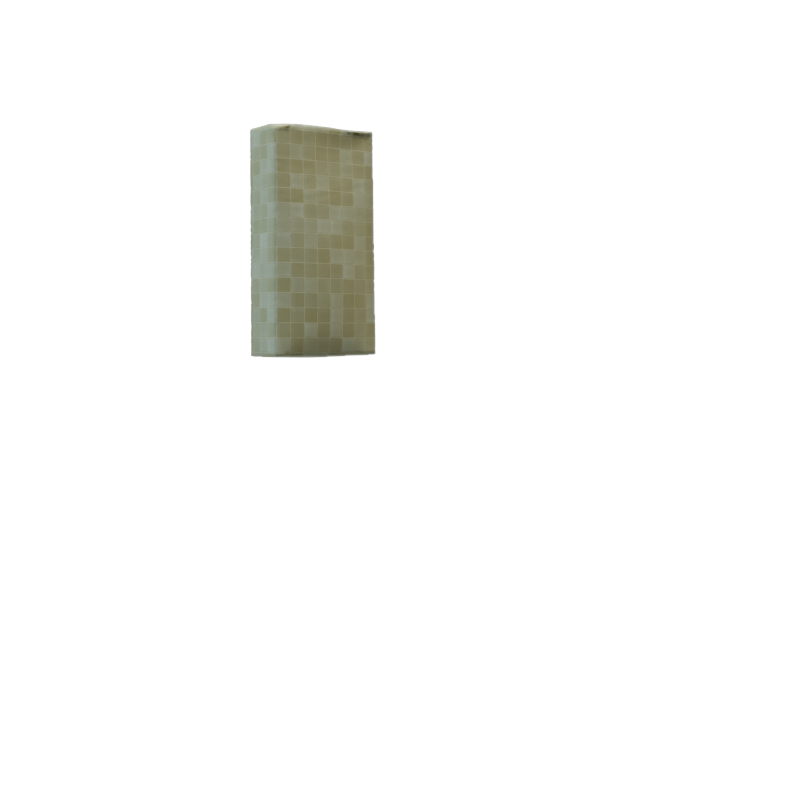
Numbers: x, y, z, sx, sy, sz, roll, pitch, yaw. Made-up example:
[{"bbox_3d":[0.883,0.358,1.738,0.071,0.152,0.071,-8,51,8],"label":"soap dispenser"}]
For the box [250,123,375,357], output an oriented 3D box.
[{"bbox_3d":[-0.067,-0.122,0.857,0.090,0.177,0.050,0,-1,-33],"label":"box"}]
